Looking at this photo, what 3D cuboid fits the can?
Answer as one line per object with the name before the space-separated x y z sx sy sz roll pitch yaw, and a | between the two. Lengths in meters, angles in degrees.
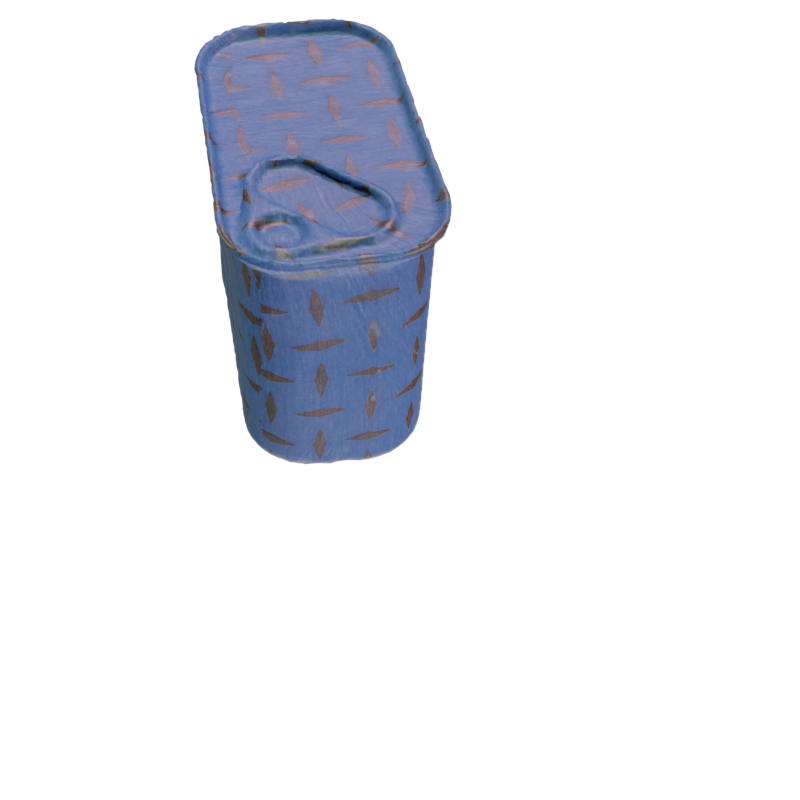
can | -0.025 -0.045 0.317 0.057 0.110 0.078 -7 -42 -9
